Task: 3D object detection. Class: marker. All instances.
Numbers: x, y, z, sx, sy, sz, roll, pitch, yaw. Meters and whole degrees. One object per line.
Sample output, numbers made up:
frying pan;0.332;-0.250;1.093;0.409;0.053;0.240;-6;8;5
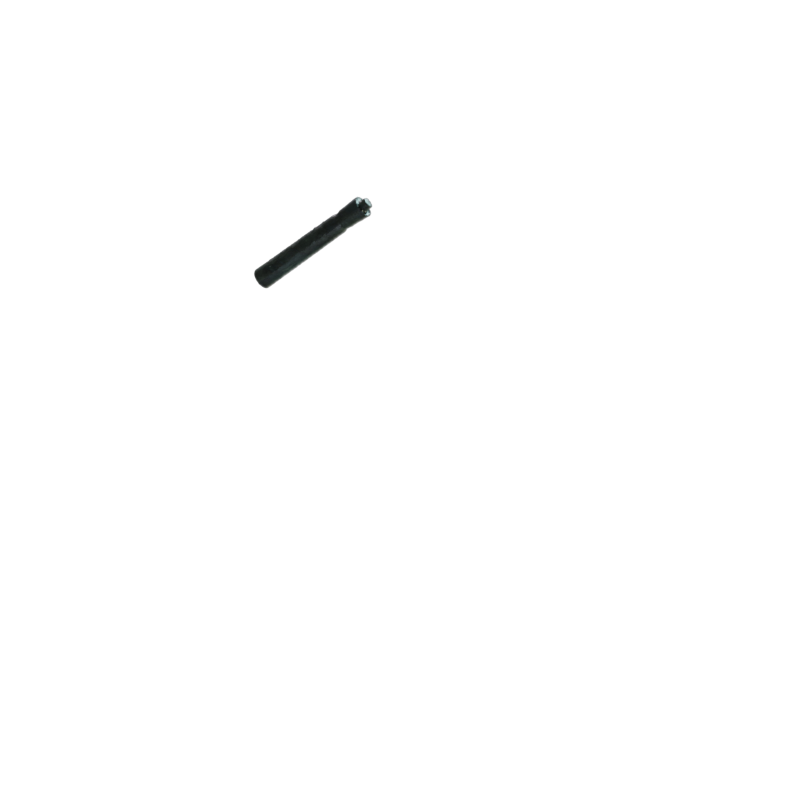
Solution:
marker;-0.071;-0.130;0.909;0.120;0.020;0.019;-31;-12;27
